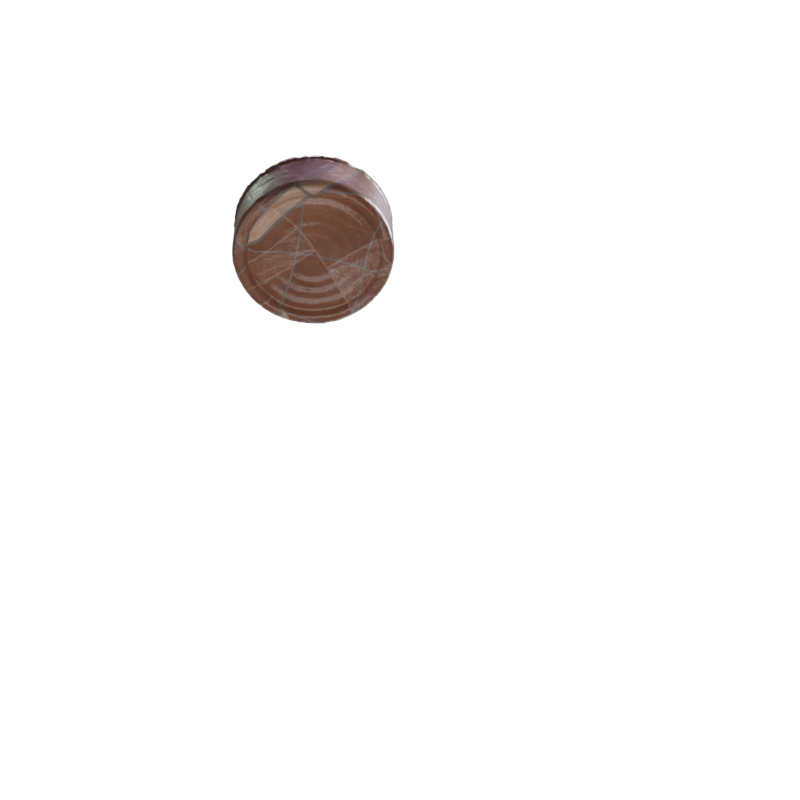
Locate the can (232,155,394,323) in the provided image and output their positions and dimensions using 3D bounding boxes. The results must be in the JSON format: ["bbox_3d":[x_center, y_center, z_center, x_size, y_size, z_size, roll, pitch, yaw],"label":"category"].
[{"bbox_3d":[-0.046,-0.084,0.585,0.086,0.081,0.036,1,32,-1],"label":"can"}]
